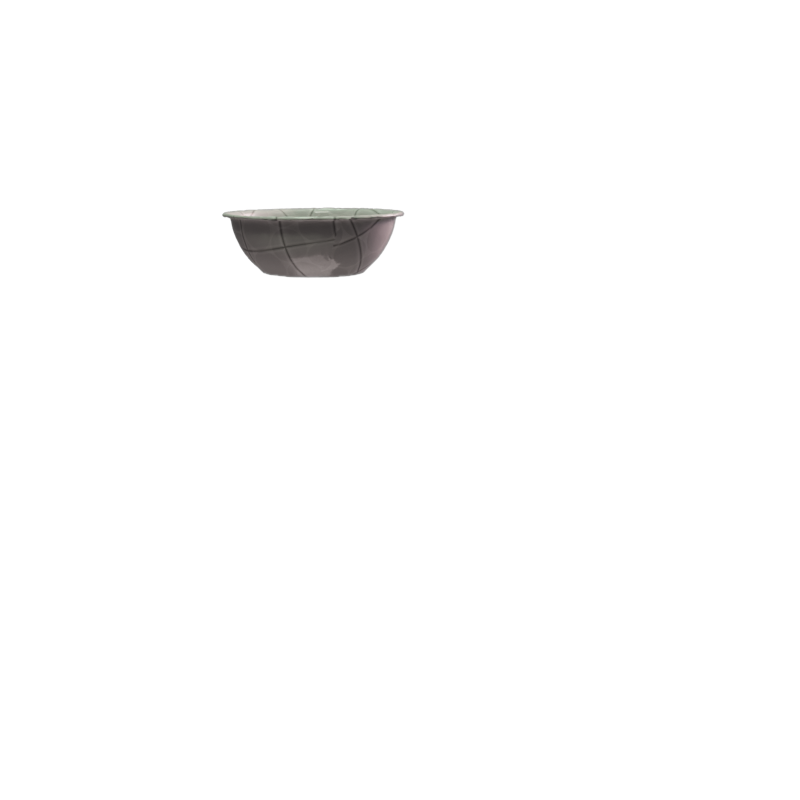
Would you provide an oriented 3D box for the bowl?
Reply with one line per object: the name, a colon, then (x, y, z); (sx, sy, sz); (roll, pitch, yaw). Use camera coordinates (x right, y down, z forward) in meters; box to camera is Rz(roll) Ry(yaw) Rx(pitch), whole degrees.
bowl: (-0.077, -0.141, 0.985); (0.162, 0.054, 0.166); (0, 12, -2)
